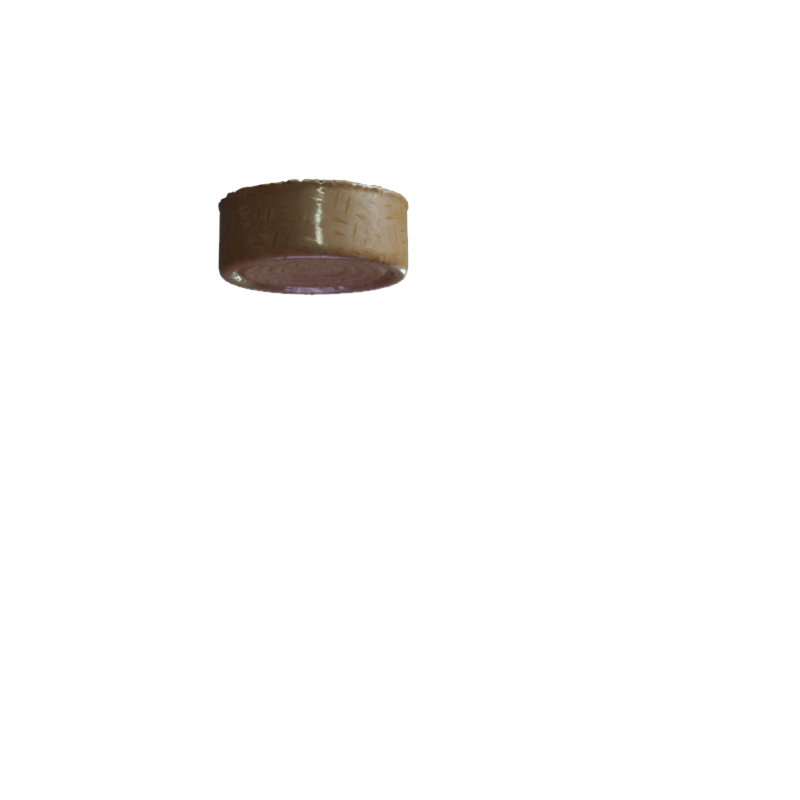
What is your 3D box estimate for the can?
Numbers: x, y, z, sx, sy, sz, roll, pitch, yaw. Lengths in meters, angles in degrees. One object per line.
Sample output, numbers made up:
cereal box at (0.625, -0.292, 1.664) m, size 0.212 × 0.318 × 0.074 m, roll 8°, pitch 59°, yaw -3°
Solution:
can at (-0.039, -0.071, 0.496) m, size 0.086 × 0.034 × 0.084 m, roll 0°, pitch -7°, yaw -2°
